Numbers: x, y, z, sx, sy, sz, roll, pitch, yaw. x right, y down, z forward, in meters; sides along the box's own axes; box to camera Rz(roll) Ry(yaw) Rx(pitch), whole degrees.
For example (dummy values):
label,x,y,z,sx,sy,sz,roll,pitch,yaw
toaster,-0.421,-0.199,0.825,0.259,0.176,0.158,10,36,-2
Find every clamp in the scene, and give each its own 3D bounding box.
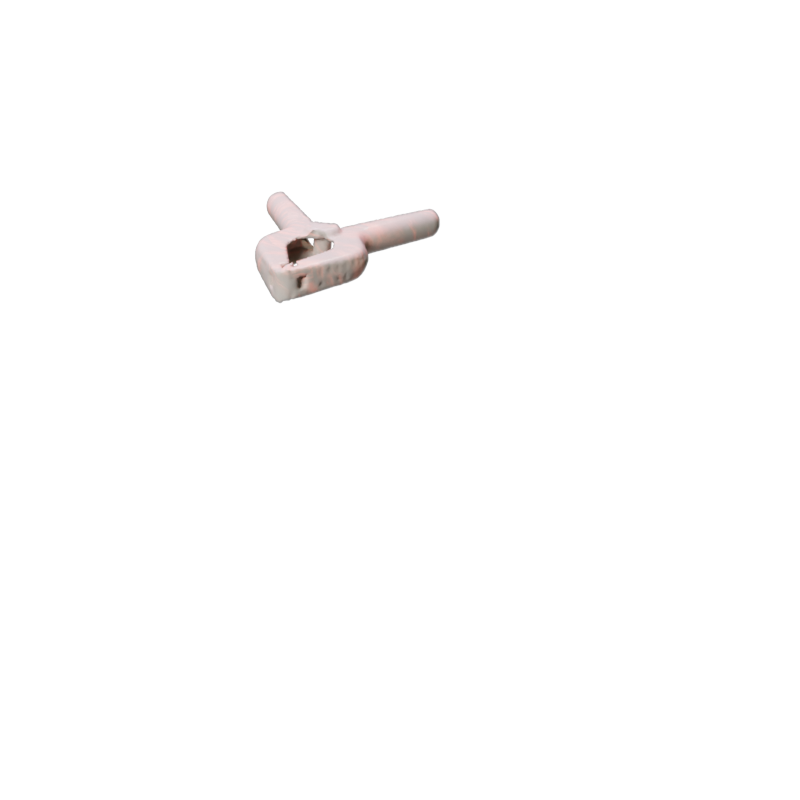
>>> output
label,x,y,z,sx,sy,sz,roll,pitch,yaw
clamp,-0.075,-0.137,0.956,0.170,0.035,0.213,11,28,20
